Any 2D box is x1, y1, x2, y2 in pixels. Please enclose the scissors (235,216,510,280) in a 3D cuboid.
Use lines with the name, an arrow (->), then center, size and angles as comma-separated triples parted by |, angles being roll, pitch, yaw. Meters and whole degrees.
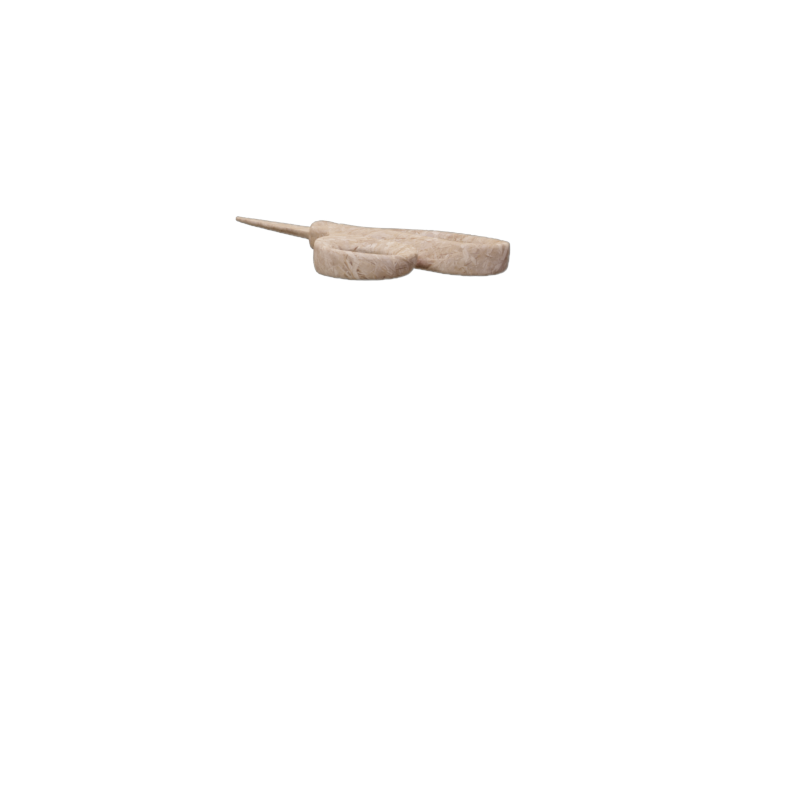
scissors -> -0.043, -0.078, 0.545 | 0.212, 0.015, 0.094 | 13, 19, 39
